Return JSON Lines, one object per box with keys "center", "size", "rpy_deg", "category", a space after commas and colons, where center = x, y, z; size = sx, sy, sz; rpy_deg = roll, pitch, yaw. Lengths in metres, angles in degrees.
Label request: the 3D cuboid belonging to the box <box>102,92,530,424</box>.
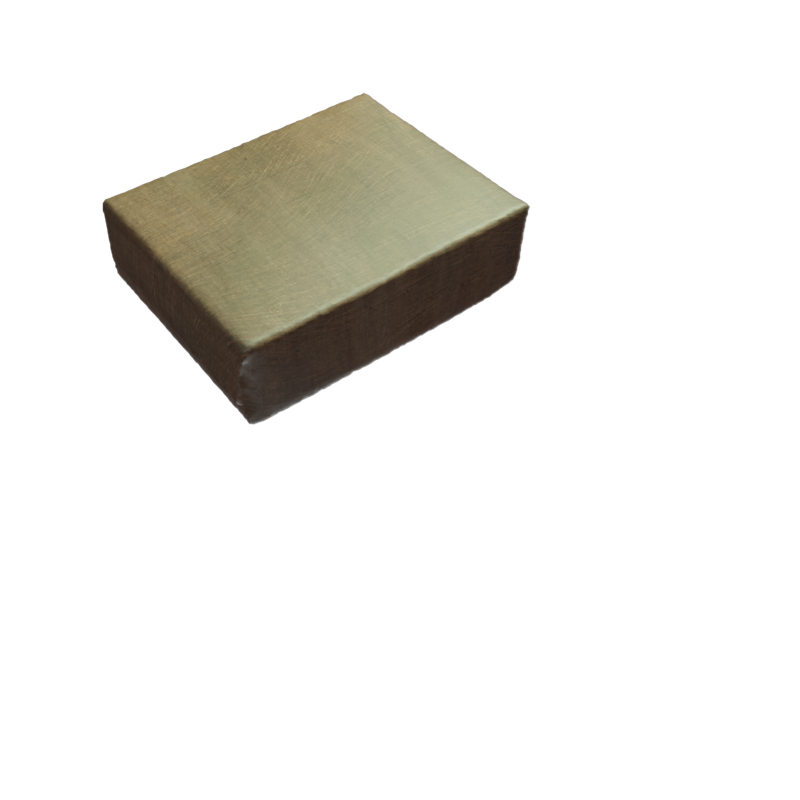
{"center": [-0.029, -0.053, 0.372], "size": [0.113, 0.036, 0.097], "rpy_deg": [-27, 50, -26], "category": "box"}
